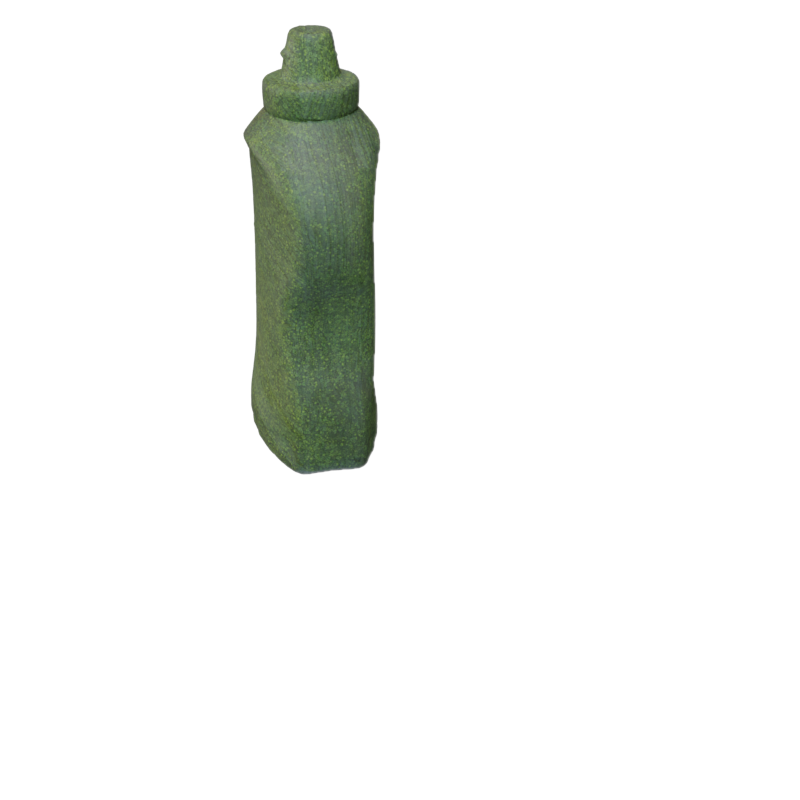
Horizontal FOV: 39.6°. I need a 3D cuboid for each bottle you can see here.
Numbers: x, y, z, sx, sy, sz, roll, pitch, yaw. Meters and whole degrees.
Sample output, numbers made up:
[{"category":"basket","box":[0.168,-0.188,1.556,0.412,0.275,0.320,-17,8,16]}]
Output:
[{"category":"bottle","box":[-0.039,-0.071,0.495,0.058,0.181,0.103,-4,27,-11]}]
